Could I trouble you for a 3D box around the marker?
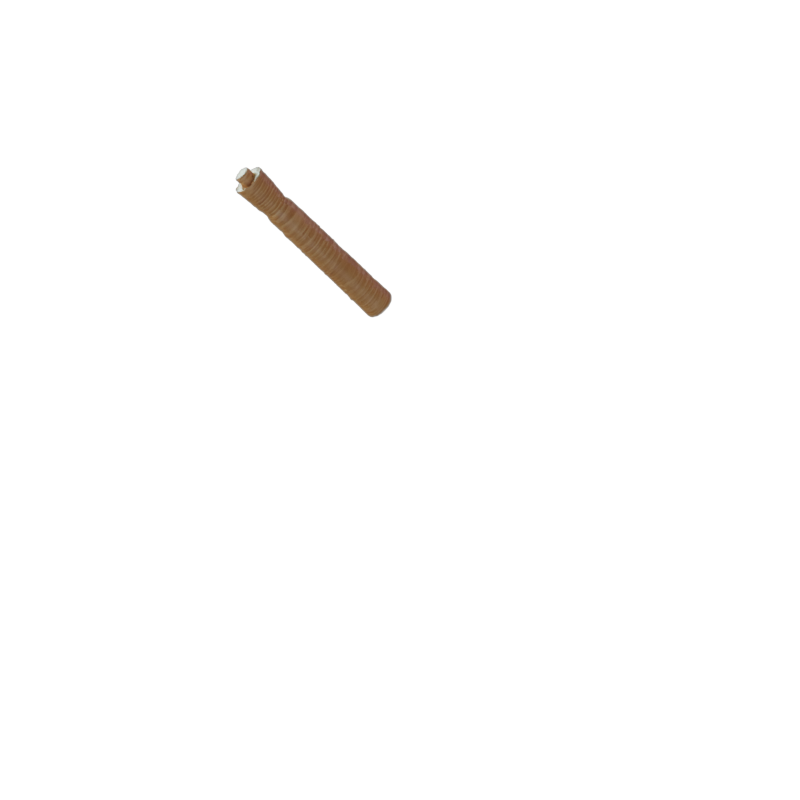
[{"bbox_3d":[-0.050,-0.091,0.636,0.114,0.020,0.020,42,-19,-26],"label":"marker"}]
